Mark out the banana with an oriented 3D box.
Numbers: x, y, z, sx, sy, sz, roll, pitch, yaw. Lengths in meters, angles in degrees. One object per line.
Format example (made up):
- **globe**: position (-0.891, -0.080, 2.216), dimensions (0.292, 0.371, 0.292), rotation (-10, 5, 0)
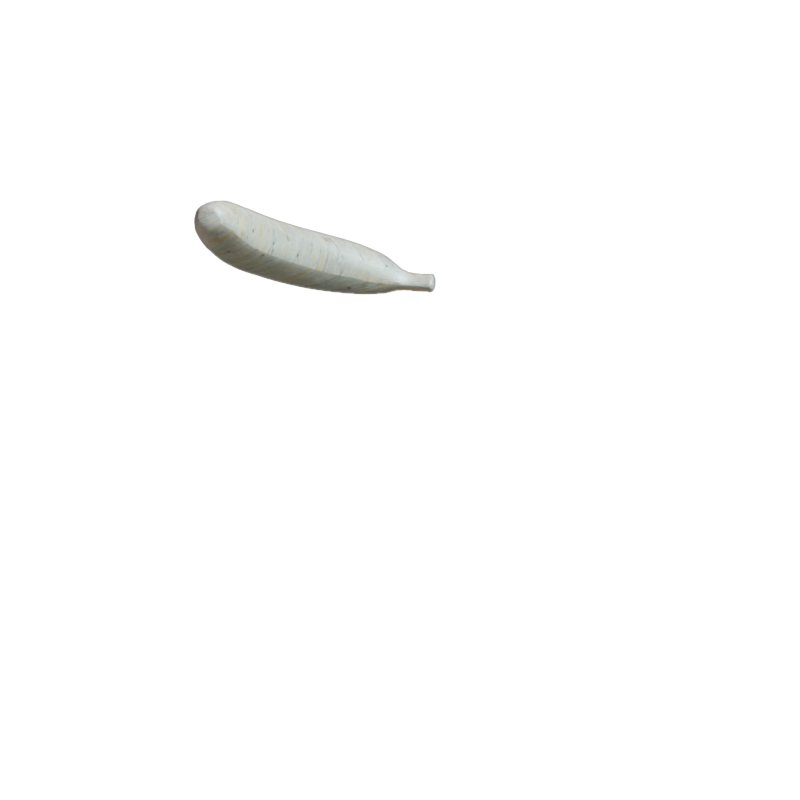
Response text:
- **banana**: position (-0.065, -0.096, 0.704), dimensions (0.071, 0.038, 0.188), rotation (-10, -13, 44)
